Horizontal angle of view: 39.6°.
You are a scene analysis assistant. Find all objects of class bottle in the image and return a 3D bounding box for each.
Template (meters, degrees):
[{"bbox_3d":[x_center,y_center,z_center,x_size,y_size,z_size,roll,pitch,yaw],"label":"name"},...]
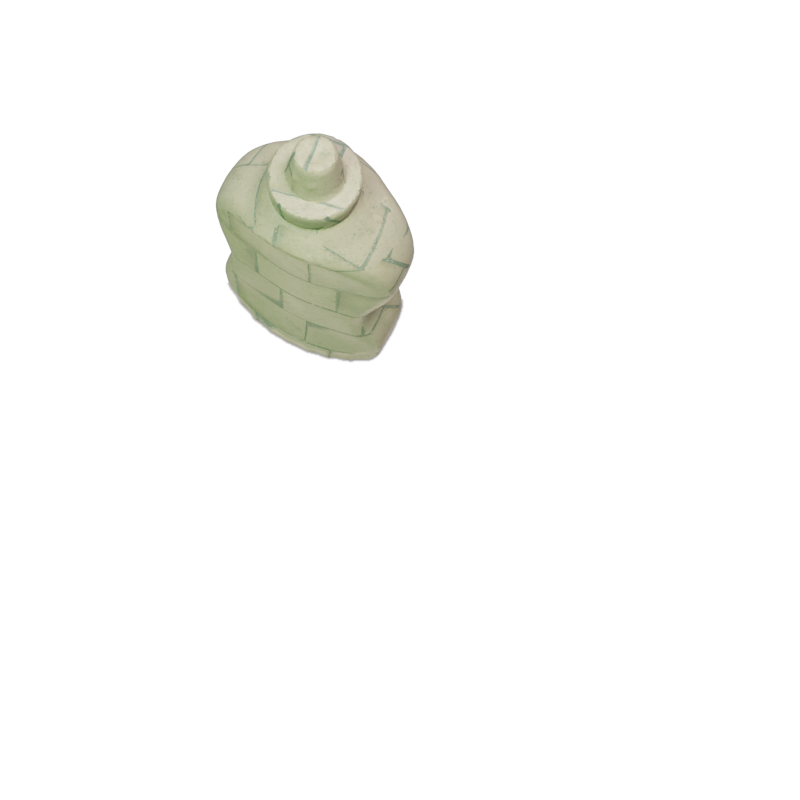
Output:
[{"bbox_3d":[-0.042,-0.077,0.537,0.098,0.060,0.184,30,-14,5],"label":"bottle"}]
